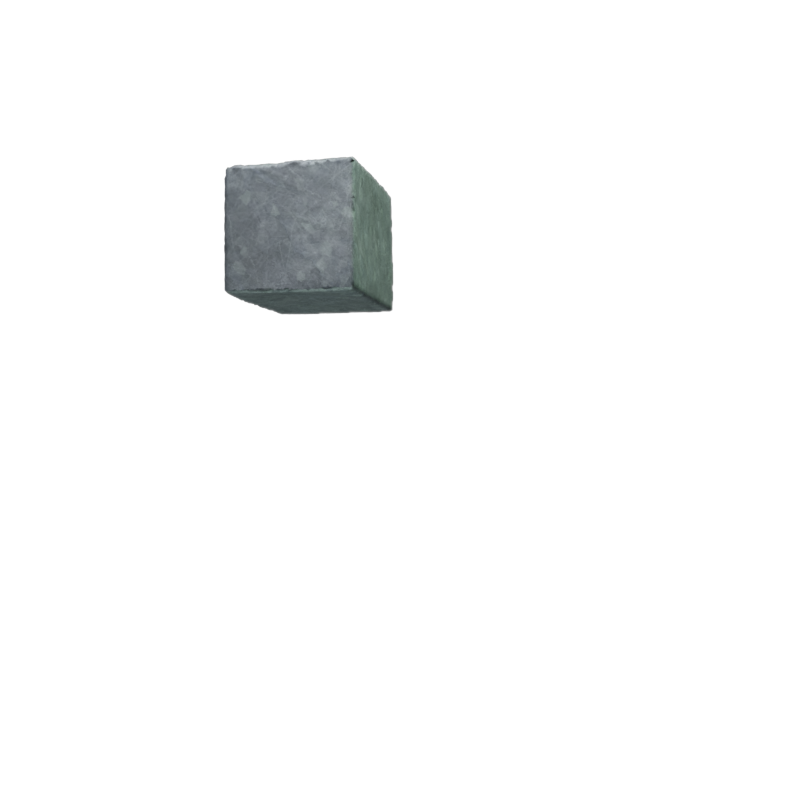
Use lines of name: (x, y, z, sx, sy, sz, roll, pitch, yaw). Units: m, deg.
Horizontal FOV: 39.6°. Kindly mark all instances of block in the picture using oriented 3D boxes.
block: (-0.036, -0.065, 0.454, 0.053, 0.052, 0.075, -1, -5, 12)
